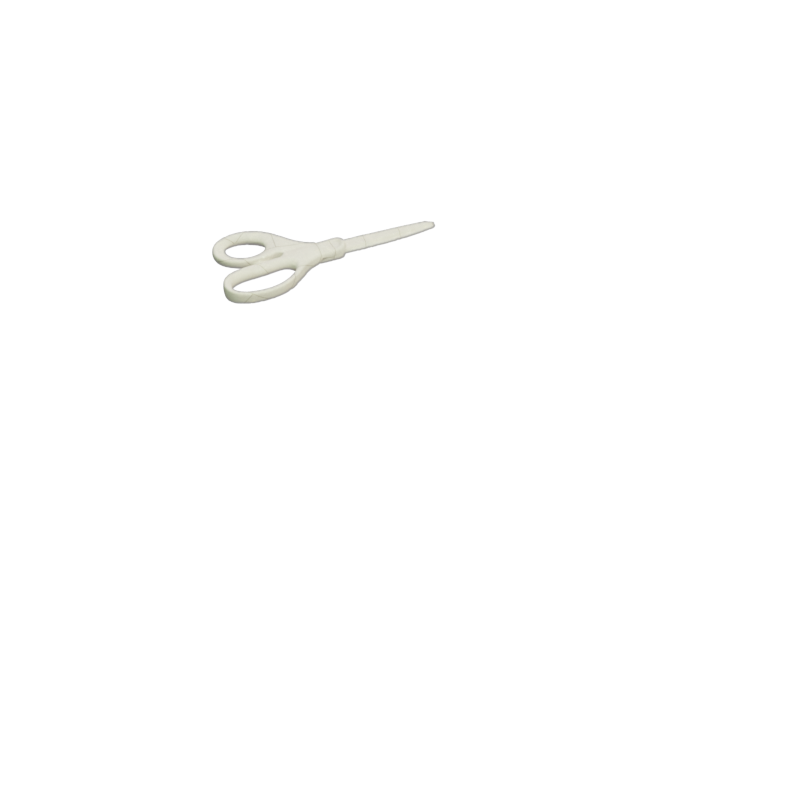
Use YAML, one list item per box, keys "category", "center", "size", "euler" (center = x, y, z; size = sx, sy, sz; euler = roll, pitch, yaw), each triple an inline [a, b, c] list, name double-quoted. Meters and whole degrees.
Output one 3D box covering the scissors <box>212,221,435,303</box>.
- category: "scissors"
  center: [-0.075, -0.137, 0.962]
  size: [0.201, 0.015, 0.103]
  euler: [-29, 49, -30]
